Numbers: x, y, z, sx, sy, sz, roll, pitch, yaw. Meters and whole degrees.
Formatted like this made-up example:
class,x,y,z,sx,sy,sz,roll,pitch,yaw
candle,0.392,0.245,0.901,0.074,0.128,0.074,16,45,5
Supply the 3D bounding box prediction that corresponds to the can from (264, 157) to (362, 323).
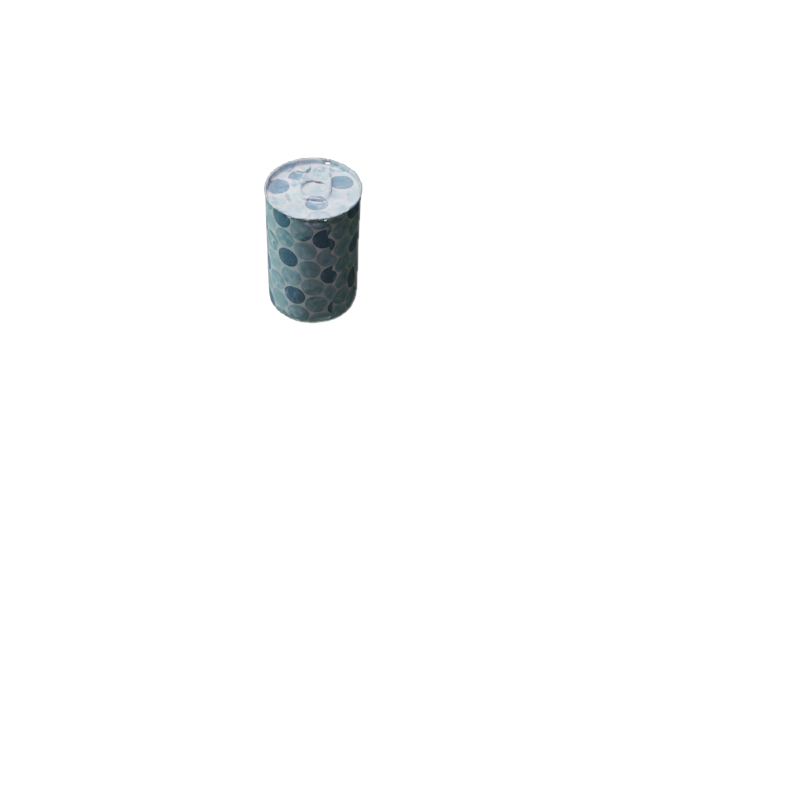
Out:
class,x,y,z,sx,sy,sz,roll,pitch,yaw
can,-0.062,-0.114,0.796,0.068,0.074,0.095,0,-44,-3
